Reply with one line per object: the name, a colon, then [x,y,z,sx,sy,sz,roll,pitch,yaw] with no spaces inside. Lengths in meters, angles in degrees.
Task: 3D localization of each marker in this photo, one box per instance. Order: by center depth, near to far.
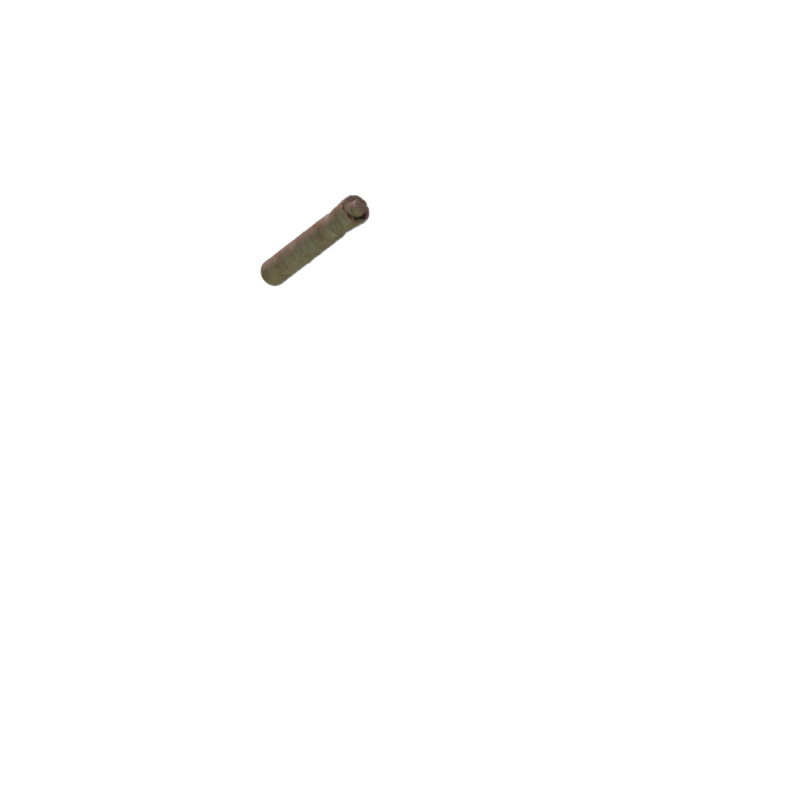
marker: [-0.054,-0.099,0.695,0.019,0.020,0.120,-2,-13,-32]
